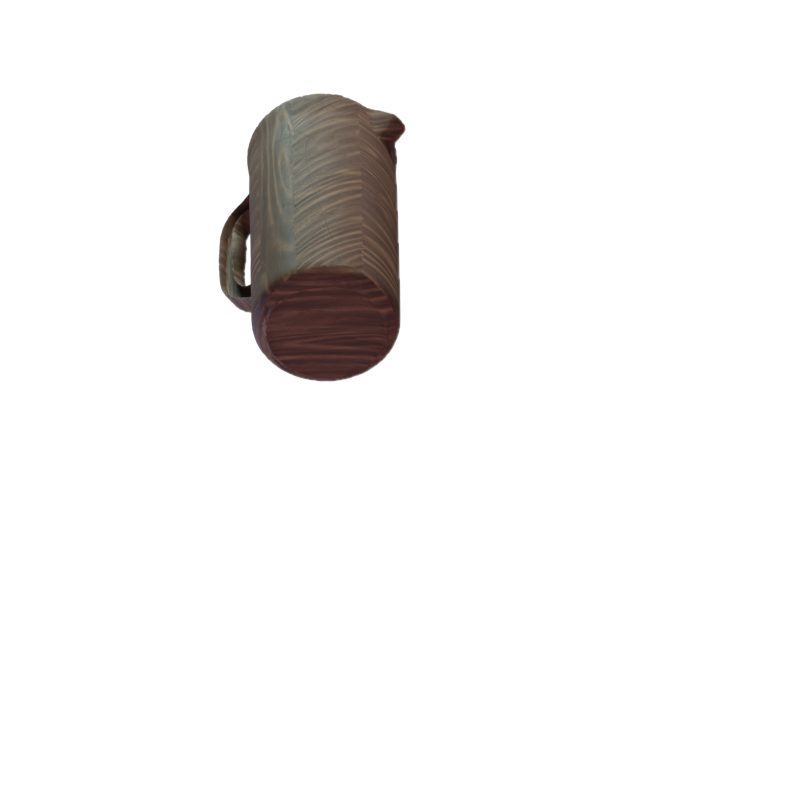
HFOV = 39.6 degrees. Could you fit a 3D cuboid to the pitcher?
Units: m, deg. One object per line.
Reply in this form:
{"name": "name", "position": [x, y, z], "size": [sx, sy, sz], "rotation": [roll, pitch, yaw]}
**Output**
{"name": "pitcher", "position": [-0.070, -0.127, 0.891], "size": [0.143, 0.141, 0.260], "rotation": [7, 39, -9]}
